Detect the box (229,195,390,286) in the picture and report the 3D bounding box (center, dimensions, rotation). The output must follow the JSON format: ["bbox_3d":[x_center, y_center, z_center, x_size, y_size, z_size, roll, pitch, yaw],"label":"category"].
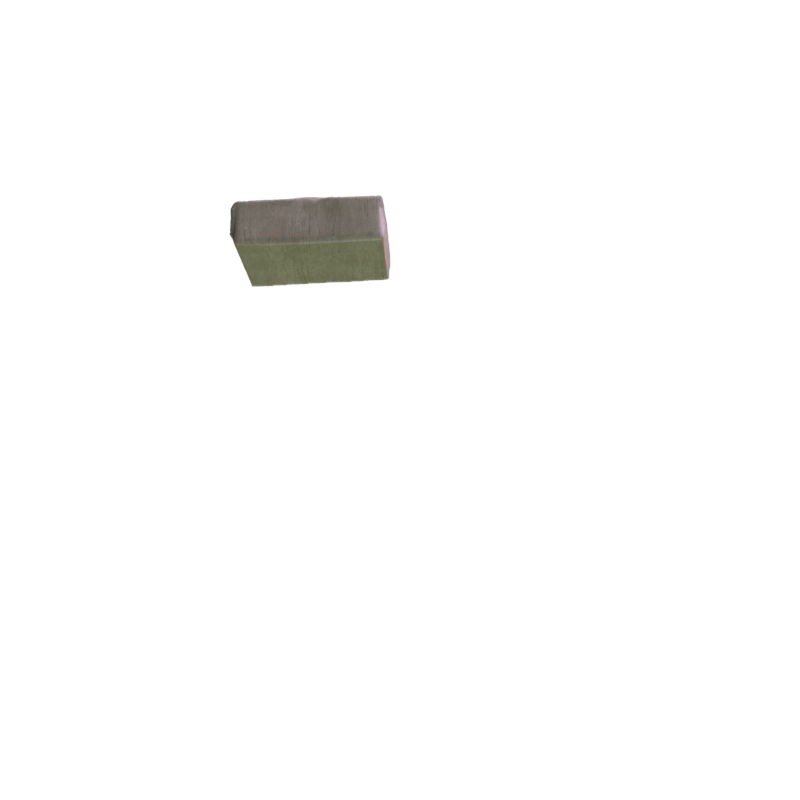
[{"bbox_3d":[-0.052,-0.095,0.663,0.090,0.031,0.070,-1,-15,4],"label":"box"}]
